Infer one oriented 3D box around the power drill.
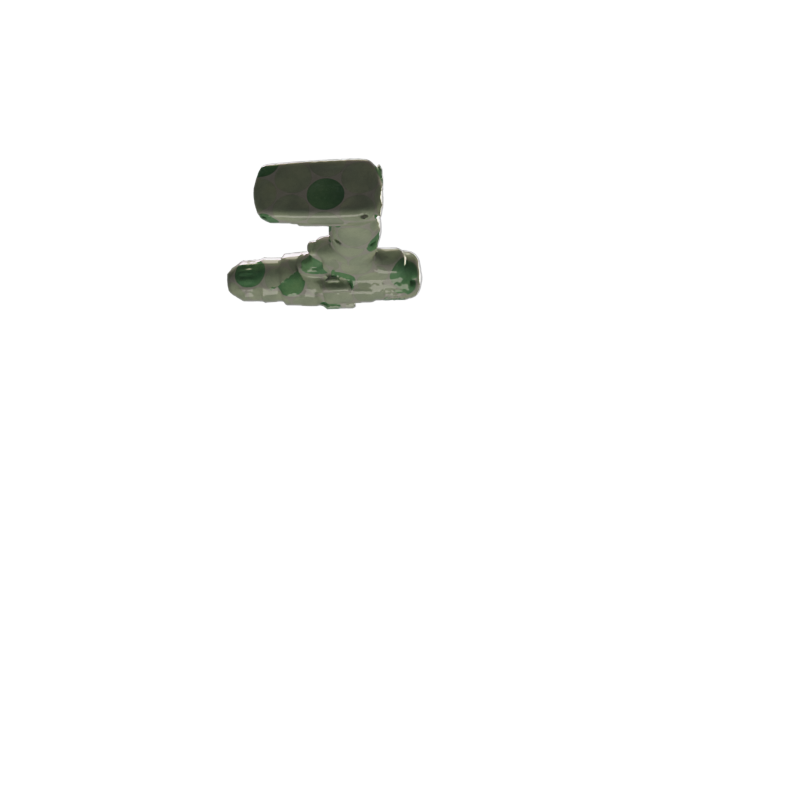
[{"bbox_3d":[-0.077,-0.140,0.984,0.186,0.061,0.176,-2,-22,6],"label":"power drill"}]
